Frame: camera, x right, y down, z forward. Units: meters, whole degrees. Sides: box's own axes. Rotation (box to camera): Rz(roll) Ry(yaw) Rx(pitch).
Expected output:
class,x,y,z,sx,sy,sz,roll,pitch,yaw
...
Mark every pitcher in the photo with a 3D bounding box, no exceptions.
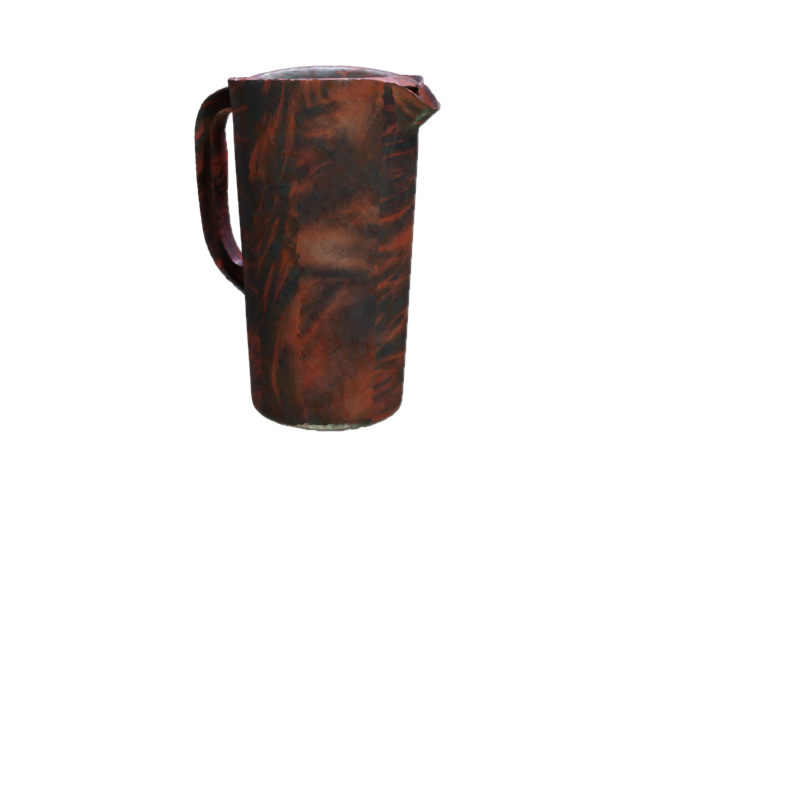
class,x,y,z,sx,sy,sz,roll,pitch,yaw
pitcher,-0.061,-0.111,0.775,0.142,0.237,0.156,-3,13,-17
